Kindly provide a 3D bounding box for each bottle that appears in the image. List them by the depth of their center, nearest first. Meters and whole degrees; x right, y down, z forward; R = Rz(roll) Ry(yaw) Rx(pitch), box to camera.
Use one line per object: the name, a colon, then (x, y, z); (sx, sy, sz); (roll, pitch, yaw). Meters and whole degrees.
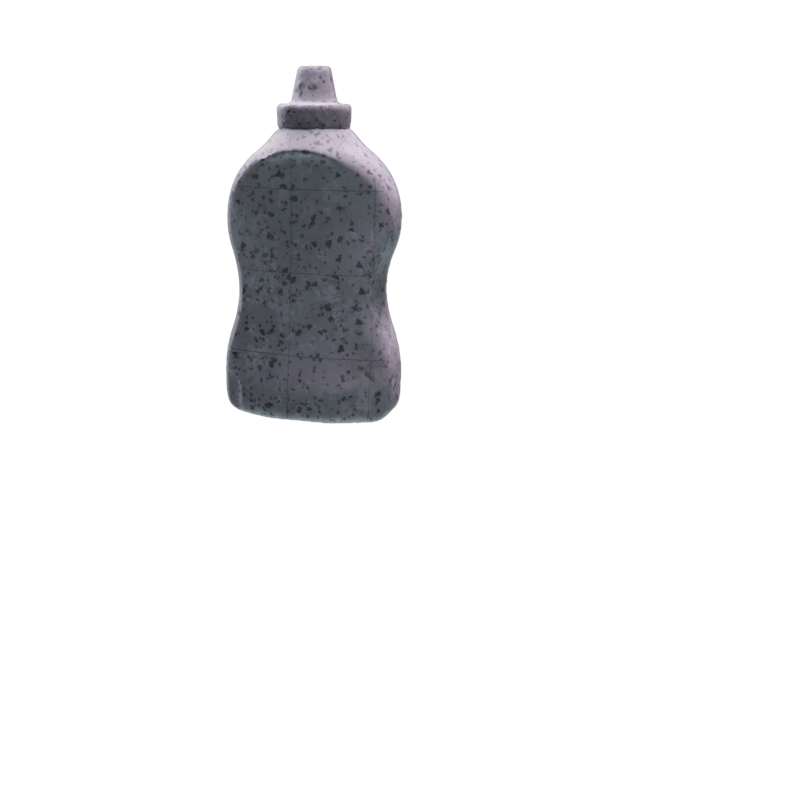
bottle: (-0.048, -0.088, 0.613); (0.099, 0.188, 0.058); (3, 8, 18)
